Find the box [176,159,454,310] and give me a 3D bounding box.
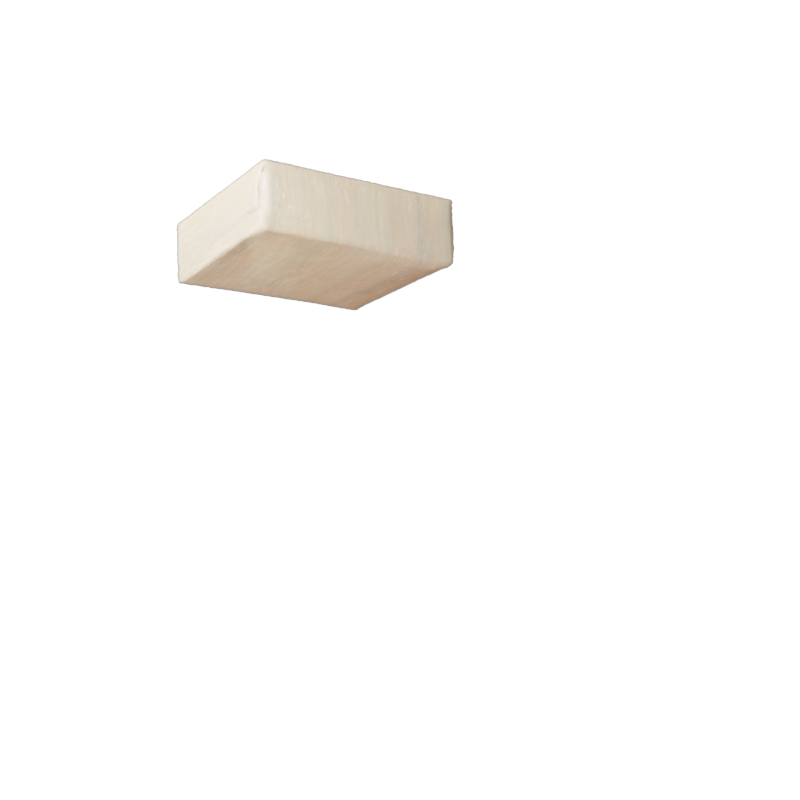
[{"bbox_3d":[-0.043,-0.079,0.555,0.108,0.040,0.090,9,-17,-33],"label":"box"}]
